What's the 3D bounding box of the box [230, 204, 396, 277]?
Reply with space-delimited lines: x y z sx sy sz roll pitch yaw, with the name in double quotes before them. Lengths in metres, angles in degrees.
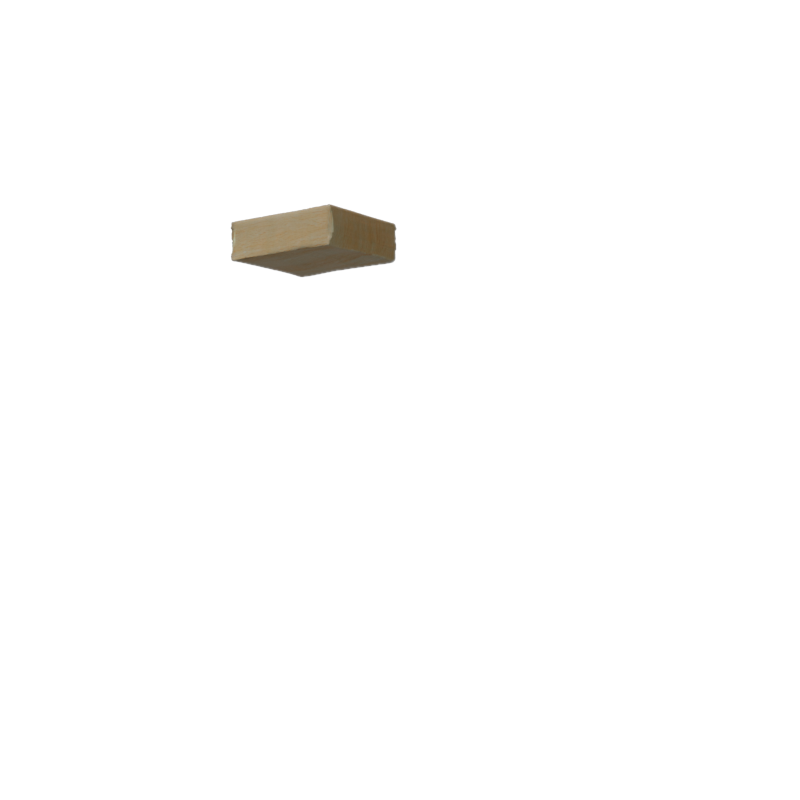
"box" -0.073 -0.134 0.939 0.117 0.040 0.085 -5 -9 38
